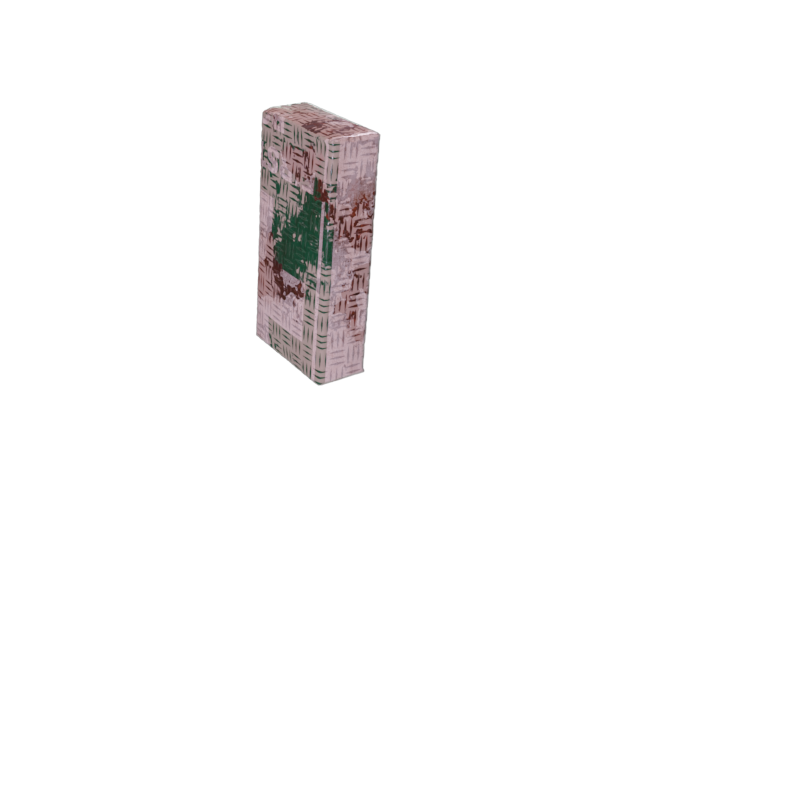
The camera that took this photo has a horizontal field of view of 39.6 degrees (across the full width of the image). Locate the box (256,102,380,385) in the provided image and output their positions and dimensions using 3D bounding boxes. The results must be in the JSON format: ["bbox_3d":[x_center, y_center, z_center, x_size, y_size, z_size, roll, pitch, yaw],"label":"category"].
[{"bbox_3d":[-0.061,-0.110,0.769,0.047,0.167,0.100,-14,29,-32],"label":"box"}]
